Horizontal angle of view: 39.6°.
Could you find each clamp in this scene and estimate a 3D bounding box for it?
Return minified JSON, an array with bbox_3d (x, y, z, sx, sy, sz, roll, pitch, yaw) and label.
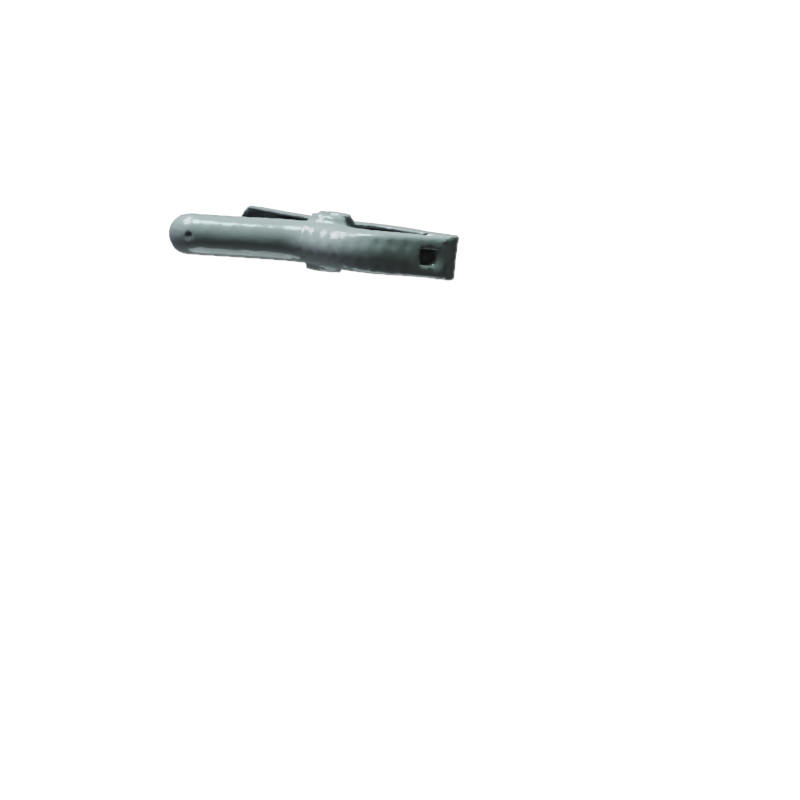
[{"bbox_3d":[-0.054,-0.098,0.687,0.178,0.038,0.119,9,20,26],"label":"clamp"}]
